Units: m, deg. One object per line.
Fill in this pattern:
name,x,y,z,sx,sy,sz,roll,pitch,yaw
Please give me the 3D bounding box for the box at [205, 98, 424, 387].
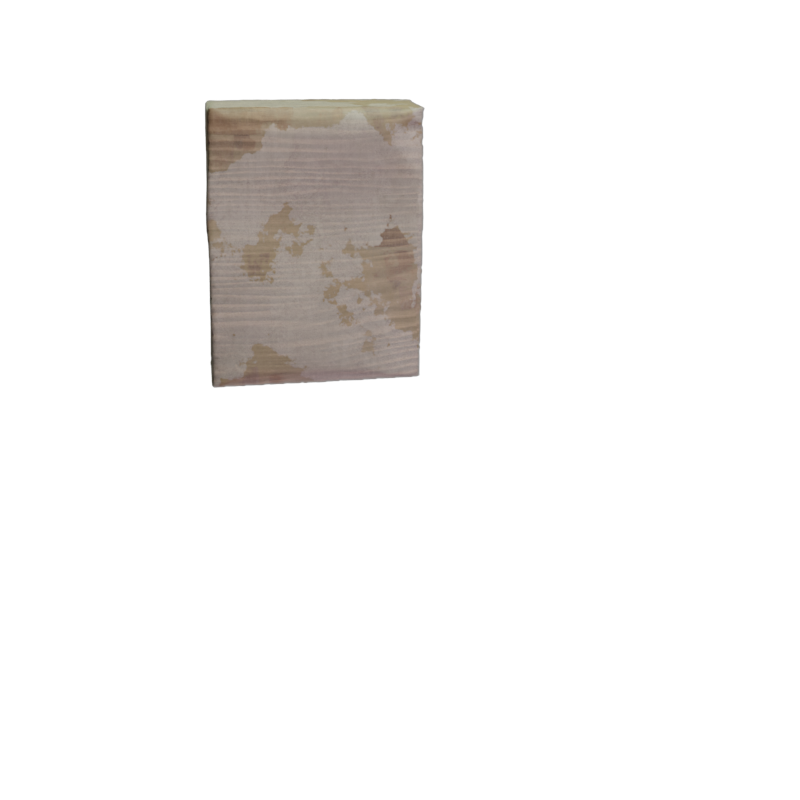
box,-0.067,-0.122,0.852,0.163,0.207,0.075,-1,13,-7
